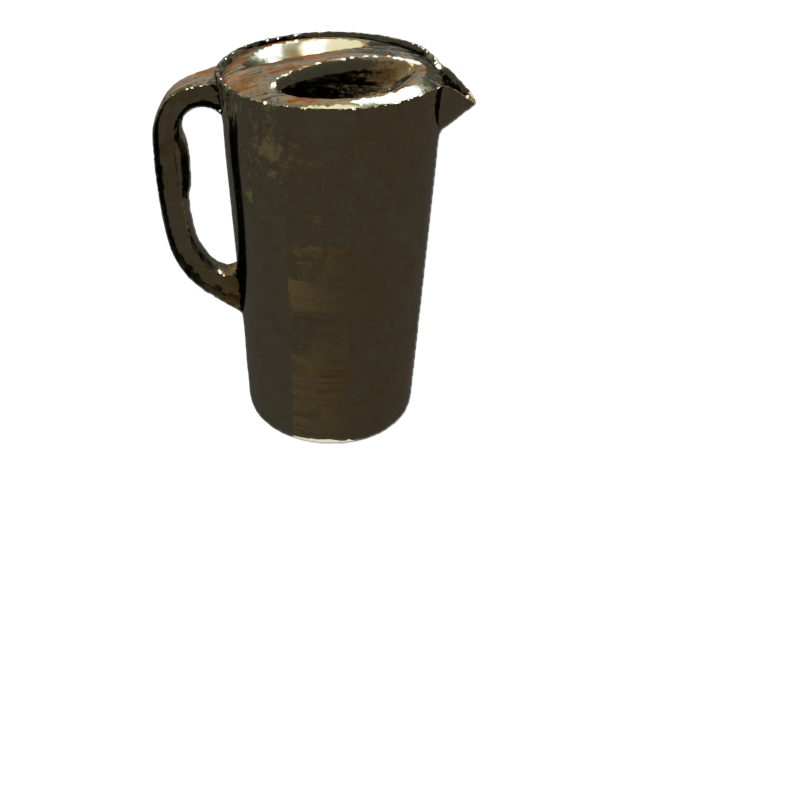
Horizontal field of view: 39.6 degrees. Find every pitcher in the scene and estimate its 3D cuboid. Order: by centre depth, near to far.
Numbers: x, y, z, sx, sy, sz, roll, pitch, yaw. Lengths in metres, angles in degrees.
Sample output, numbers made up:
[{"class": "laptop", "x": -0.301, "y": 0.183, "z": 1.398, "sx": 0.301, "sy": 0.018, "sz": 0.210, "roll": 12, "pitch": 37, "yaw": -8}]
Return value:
[{"class": "pitcher", "x": -0.054, "y": -0.098, "z": 0.689, "sx": 0.159, "sy": 0.229, "sz": 0.144, "roll": 28, "pitch": 40, "yaw": 36}]
